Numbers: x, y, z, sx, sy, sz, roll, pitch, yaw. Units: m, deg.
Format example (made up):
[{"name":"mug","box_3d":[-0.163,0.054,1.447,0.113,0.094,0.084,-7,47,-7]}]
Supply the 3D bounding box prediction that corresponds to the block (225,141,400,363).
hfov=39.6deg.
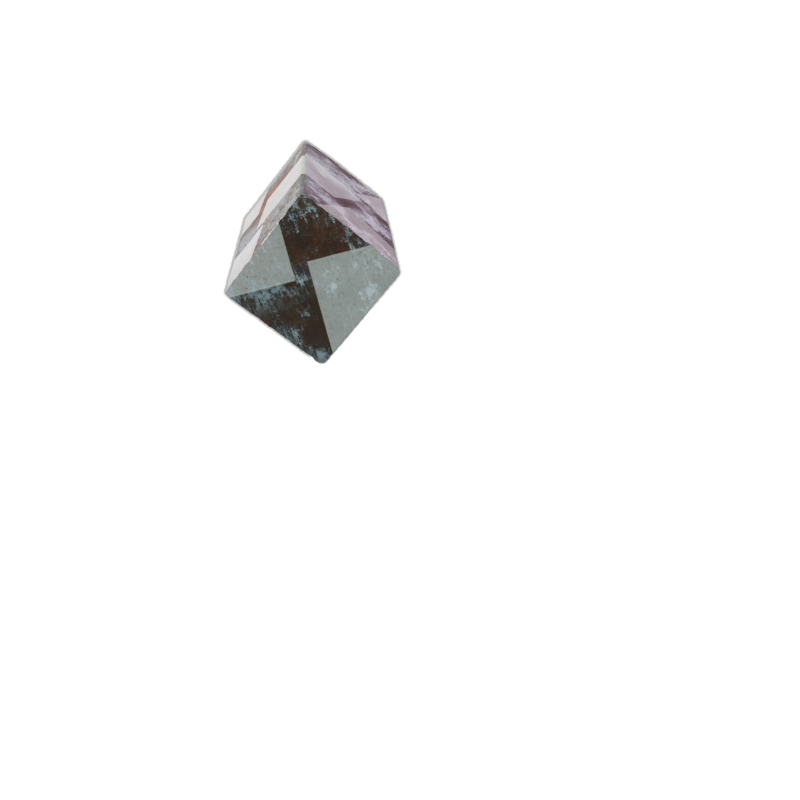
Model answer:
[{"name":"block","box_3d":[-0.066,-0.122,0.853,0.087,0.089,0.216,36,15,-16]}]
